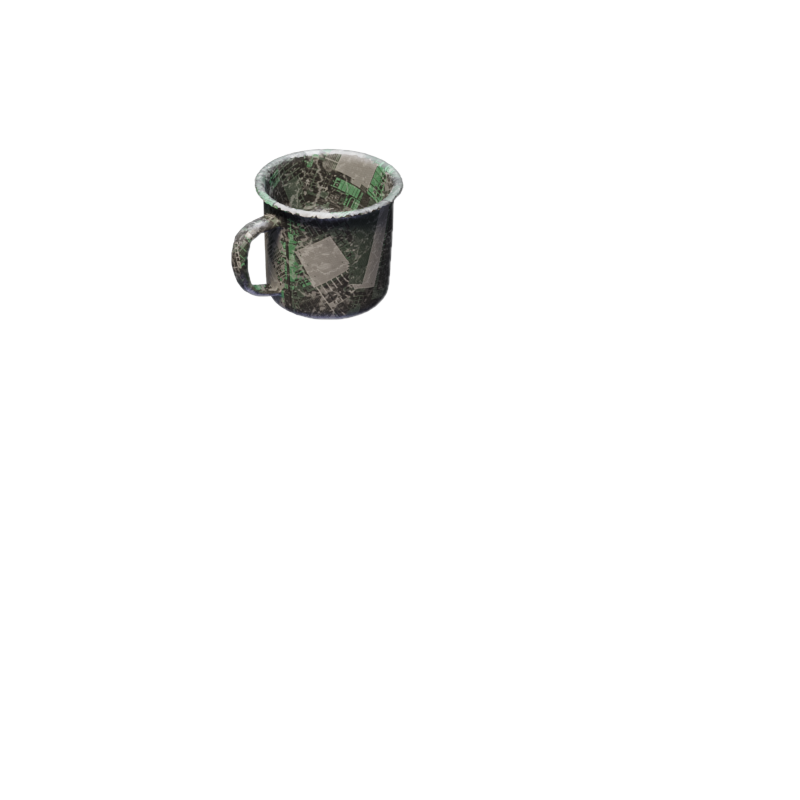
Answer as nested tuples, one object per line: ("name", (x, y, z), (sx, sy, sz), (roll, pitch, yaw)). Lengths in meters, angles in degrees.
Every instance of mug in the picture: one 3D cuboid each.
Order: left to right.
("mug", (-0.055, -0.101, 0.707), (0.116, 0.076, 0.100), (-25, 42, -32))
